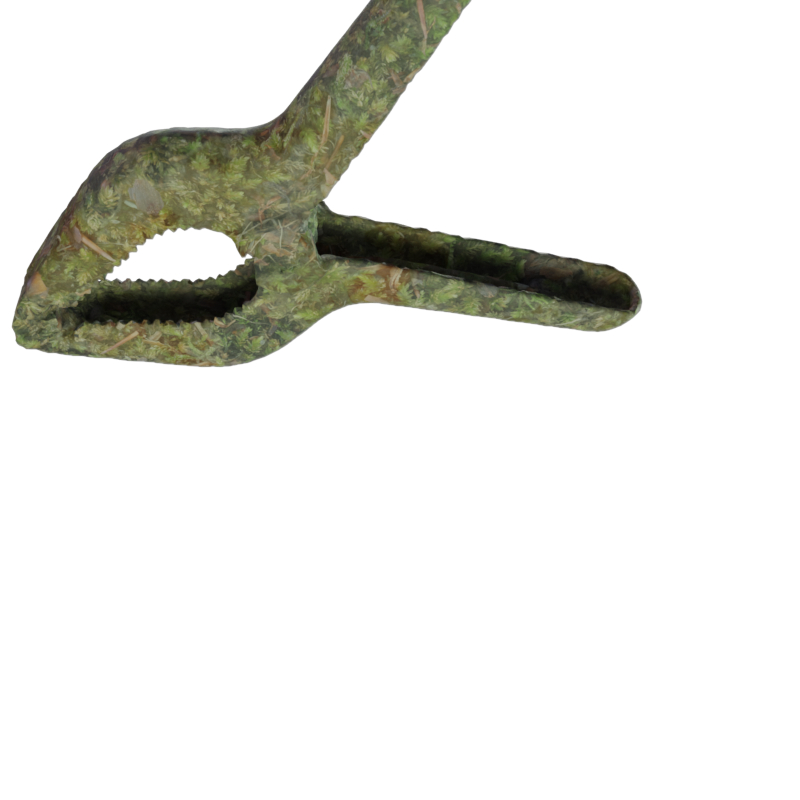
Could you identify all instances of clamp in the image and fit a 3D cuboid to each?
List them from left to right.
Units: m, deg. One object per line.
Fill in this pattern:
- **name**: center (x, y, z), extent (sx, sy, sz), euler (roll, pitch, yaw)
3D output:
- **clamp**: center (-0.029, -0.053, 0.368), extent (0.211, 0.039, 0.152), euler (-21, -51, 18)
